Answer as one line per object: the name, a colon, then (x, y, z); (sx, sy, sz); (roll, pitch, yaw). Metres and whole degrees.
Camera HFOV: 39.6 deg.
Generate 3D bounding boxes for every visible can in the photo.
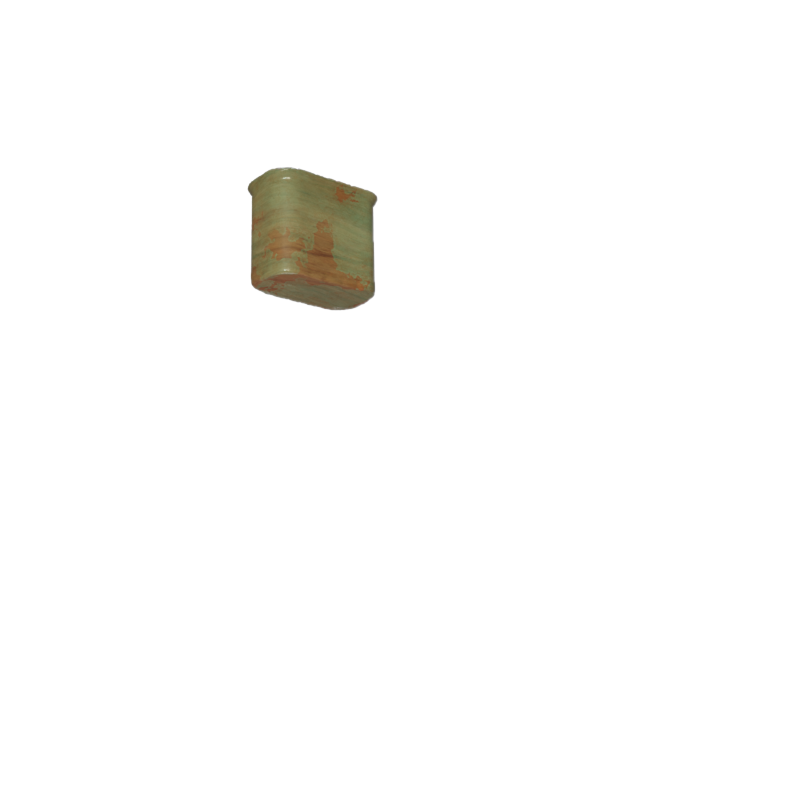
can: (-0.066, -0.121, 0.848); (0.097, 0.088, 0.058); (13, -24, -36)
